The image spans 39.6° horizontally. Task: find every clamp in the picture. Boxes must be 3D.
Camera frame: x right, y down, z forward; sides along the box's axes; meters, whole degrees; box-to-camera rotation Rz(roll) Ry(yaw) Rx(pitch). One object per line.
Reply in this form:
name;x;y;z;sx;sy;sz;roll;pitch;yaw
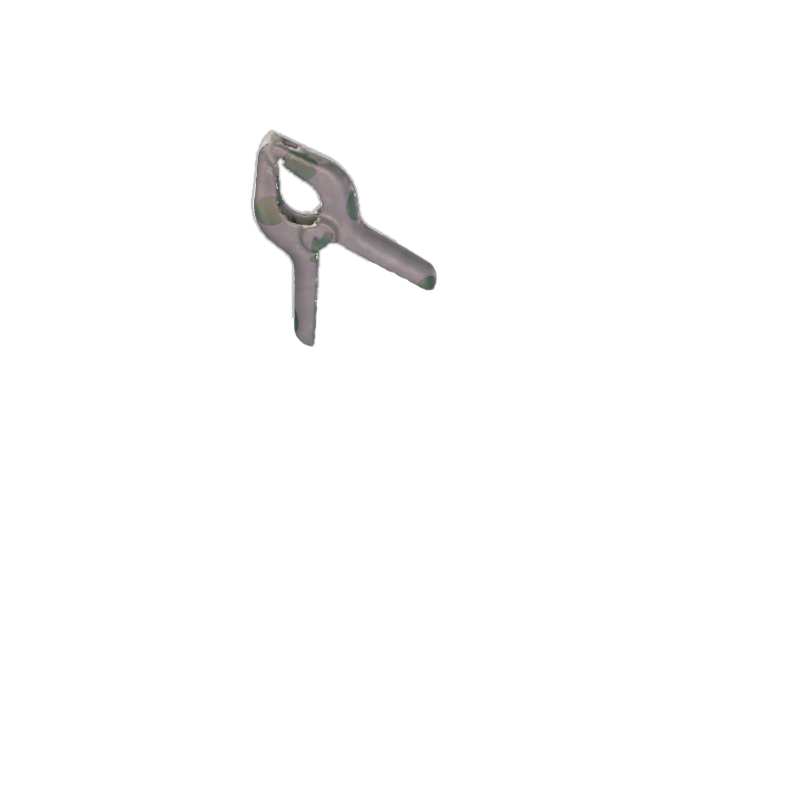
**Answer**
clamp;-0.066;-0.120;0.844;0.119;0.165;0.041;-36;15;11
